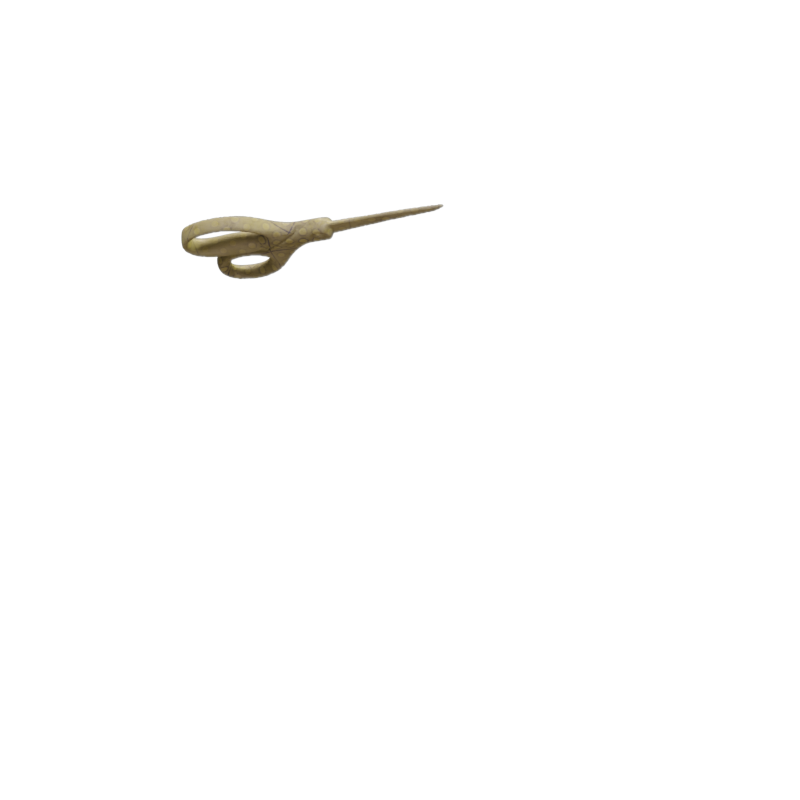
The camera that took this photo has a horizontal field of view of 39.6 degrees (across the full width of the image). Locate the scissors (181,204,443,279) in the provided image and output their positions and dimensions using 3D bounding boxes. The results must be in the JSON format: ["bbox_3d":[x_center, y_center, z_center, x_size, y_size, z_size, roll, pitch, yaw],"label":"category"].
[{"bbox_3d":[-0.067,-0.123,0.860,0.203,0.017,0.091,-2,-21,5],"label":"scissors"}]
